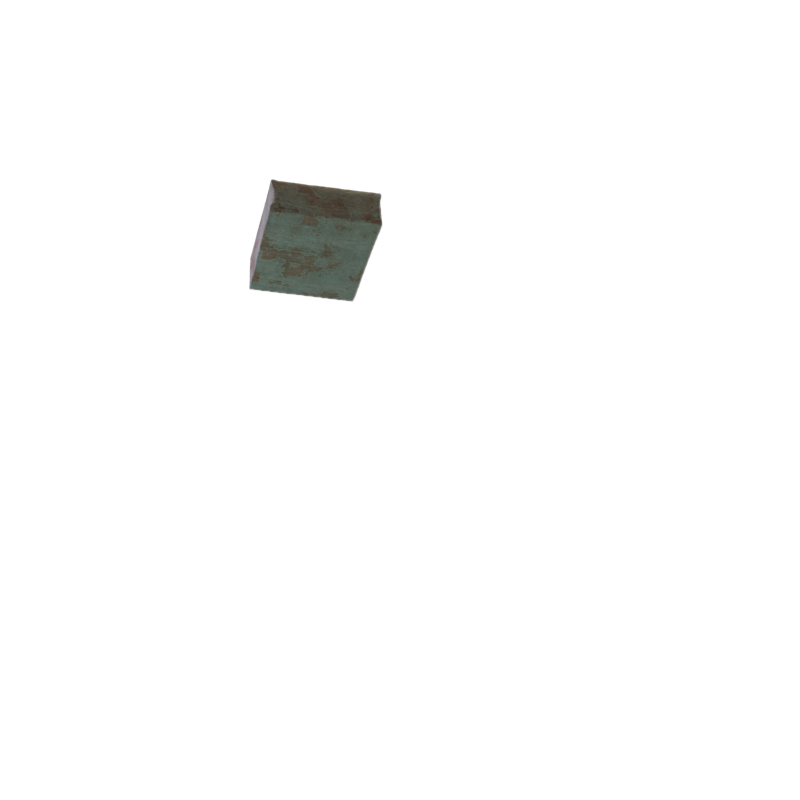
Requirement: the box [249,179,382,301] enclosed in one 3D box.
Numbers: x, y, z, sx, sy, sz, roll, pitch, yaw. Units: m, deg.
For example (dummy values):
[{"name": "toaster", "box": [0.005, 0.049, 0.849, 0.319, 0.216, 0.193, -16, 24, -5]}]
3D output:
[{"name": "box", "box": [-0.057, -0.104, 0.727, 0.072, 0.032, 0.085, 7, -34, -11]}]
